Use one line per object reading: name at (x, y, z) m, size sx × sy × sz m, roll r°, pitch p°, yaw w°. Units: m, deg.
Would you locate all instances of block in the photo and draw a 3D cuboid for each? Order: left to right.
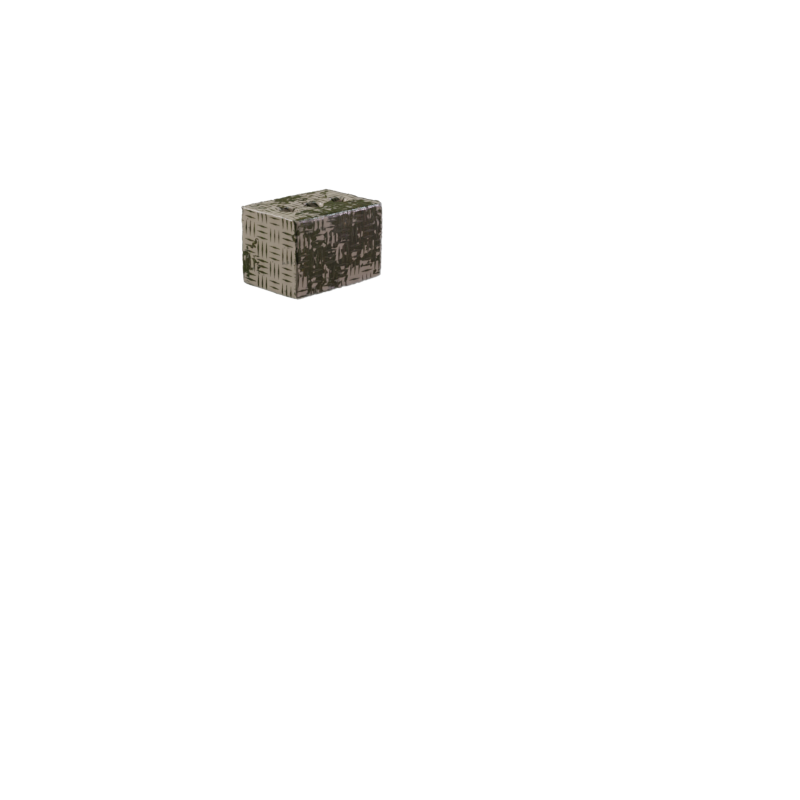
block at (-0.055, -0.101, 0.708) m, size 0.056 × 0.049 × 0.077 m, roll 18°, pitch 26°, yaw 40°
